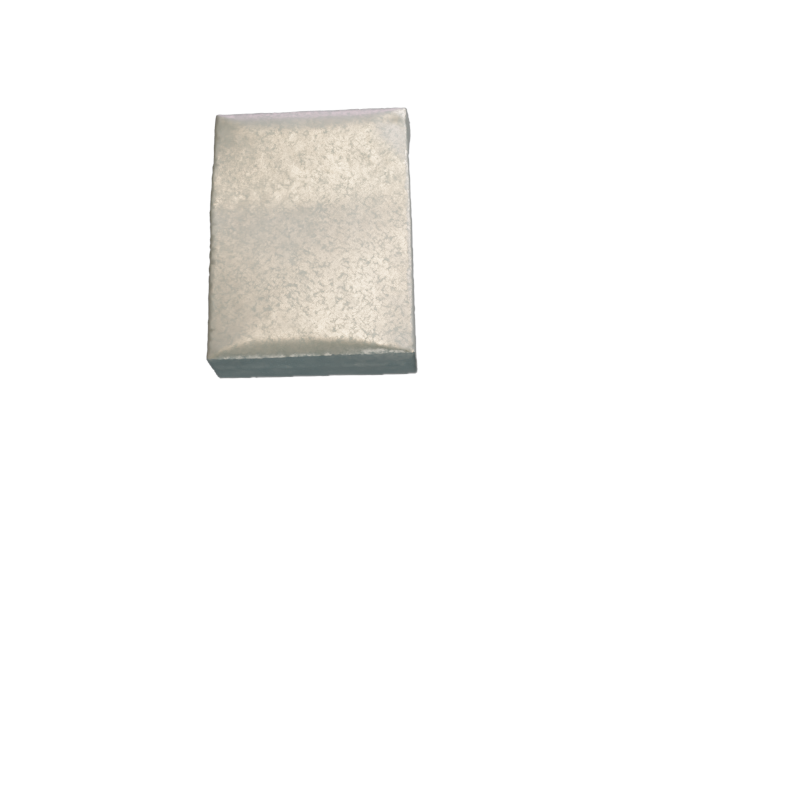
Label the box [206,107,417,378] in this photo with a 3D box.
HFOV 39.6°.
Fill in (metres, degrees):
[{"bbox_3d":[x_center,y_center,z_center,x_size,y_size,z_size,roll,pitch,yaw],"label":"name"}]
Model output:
[{"bbox_3d":[-0.071,-0.129,0.905,0.165,0.223,0.068,-2,-19,4],"label":"box"}]
